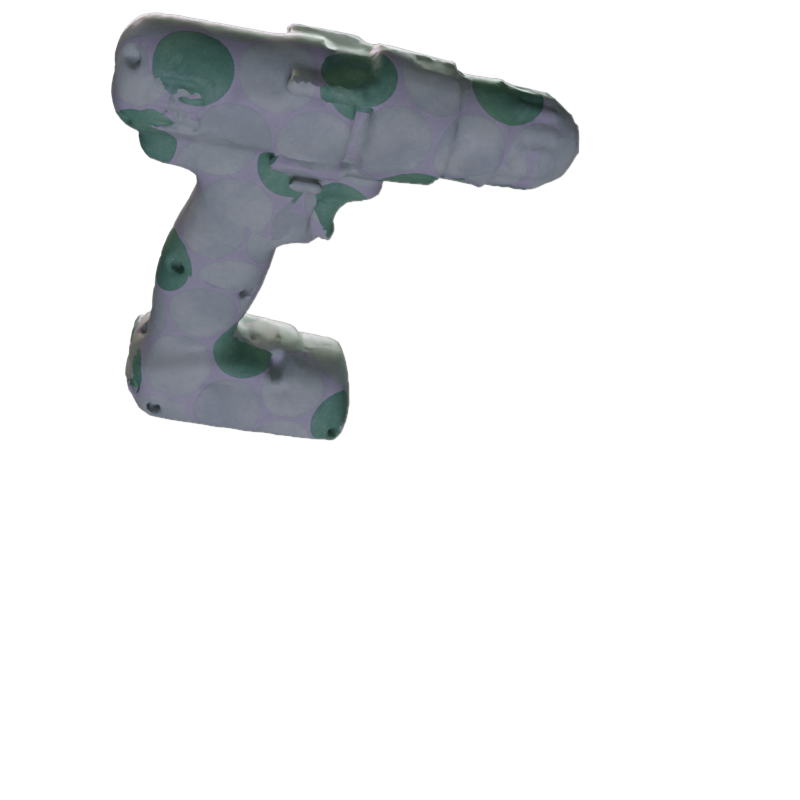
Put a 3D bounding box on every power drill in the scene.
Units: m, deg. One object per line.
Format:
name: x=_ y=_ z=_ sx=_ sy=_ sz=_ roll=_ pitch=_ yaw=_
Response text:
power drill: x=-0.037 y=-0.067 z=0.471 sx=0.182 sy=0.178 sz=0.061 roll=11 pitch=38 yaw=-9
